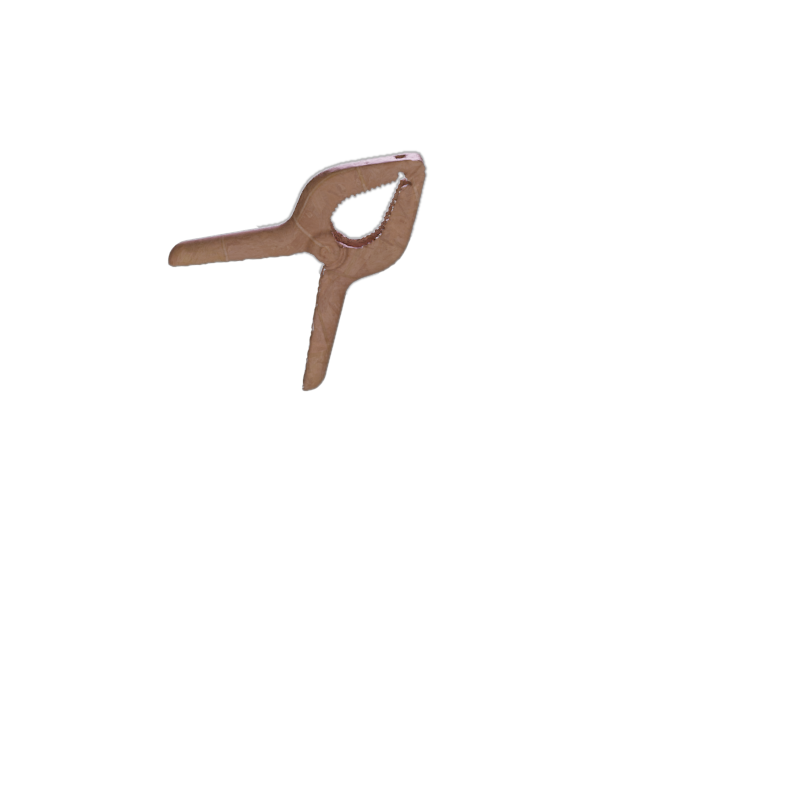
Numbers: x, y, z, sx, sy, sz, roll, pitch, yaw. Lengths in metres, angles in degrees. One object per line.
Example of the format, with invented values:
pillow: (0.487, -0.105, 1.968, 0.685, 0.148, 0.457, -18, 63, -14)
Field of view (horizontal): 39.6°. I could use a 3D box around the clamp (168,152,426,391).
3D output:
clamp: (-0.068, -0.124, 0.871, 0.159, 0.207, 0.038, 38, 16, -13)
